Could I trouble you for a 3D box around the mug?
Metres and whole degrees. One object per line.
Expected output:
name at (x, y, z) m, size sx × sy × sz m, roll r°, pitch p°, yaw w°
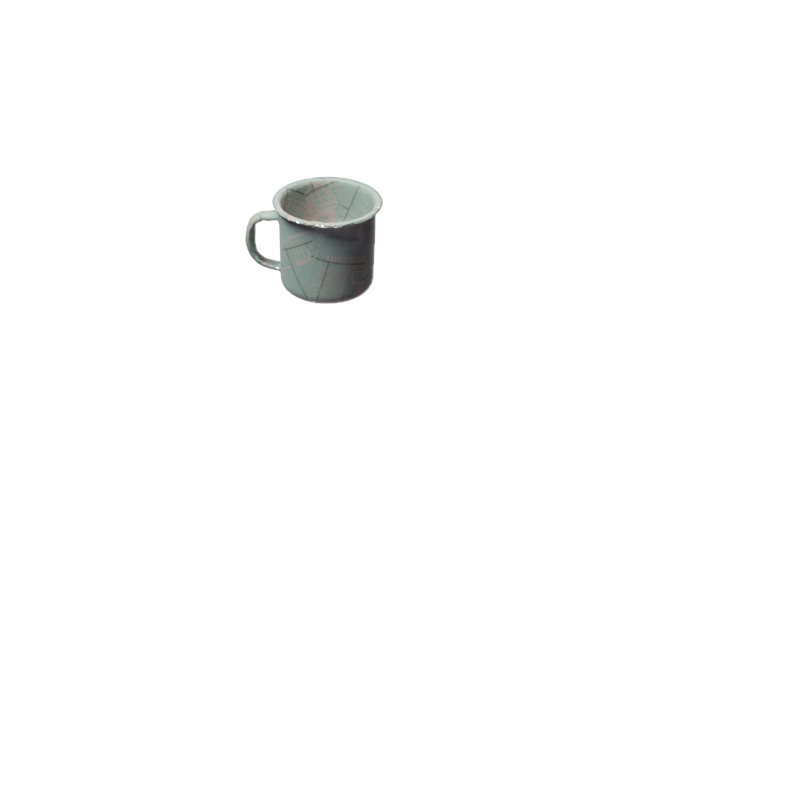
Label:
mug at (-0.075, -0.136, 0.955) m, size 0.117 × 0.077 × 0.099 m, roll 0°, pitch 33°, yaw -2°
